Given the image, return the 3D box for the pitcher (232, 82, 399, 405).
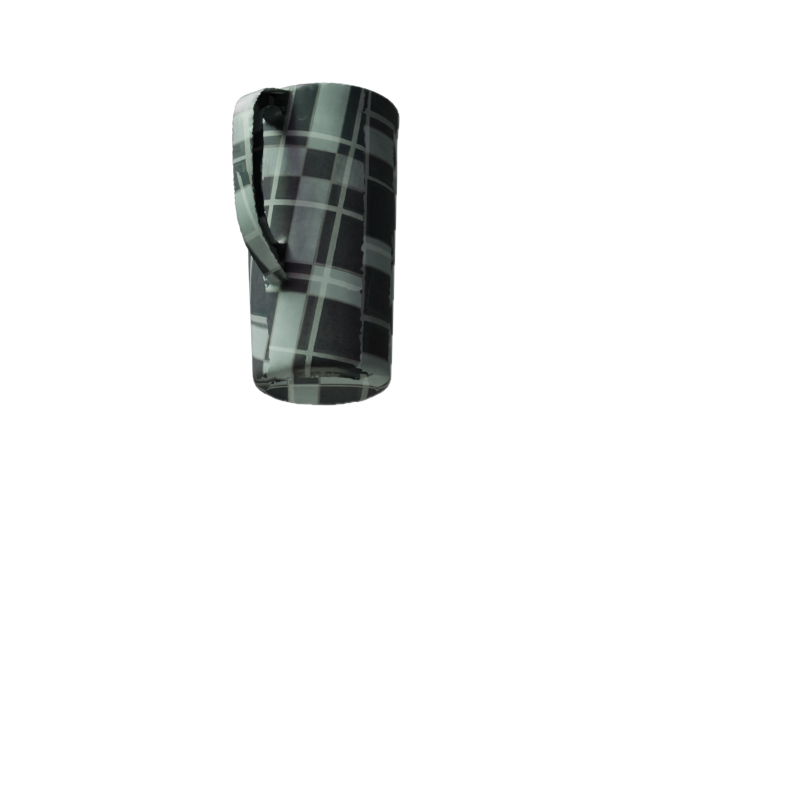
[{"bbox_3d":[-0.070,-0.127,0.893,0.147,0.255,0.141,3,-20,-12],"label":"pitcher"}]
